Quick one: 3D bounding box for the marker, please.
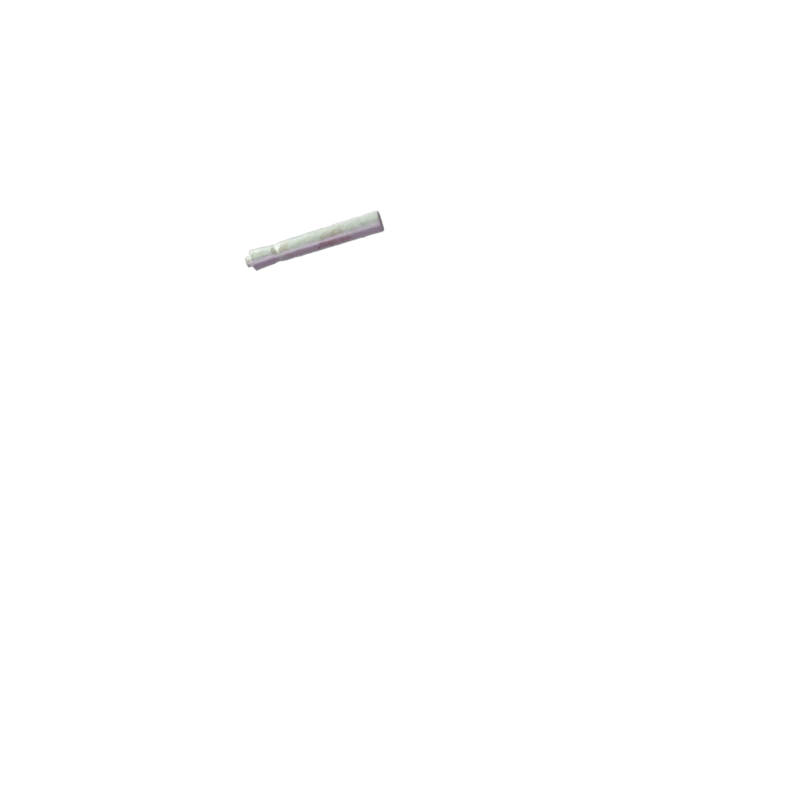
[{"bbox_3d":[-0.074,-0.134,0.942,0.121,0.020,0.020,-16,2,8],"label":"marker"}]
